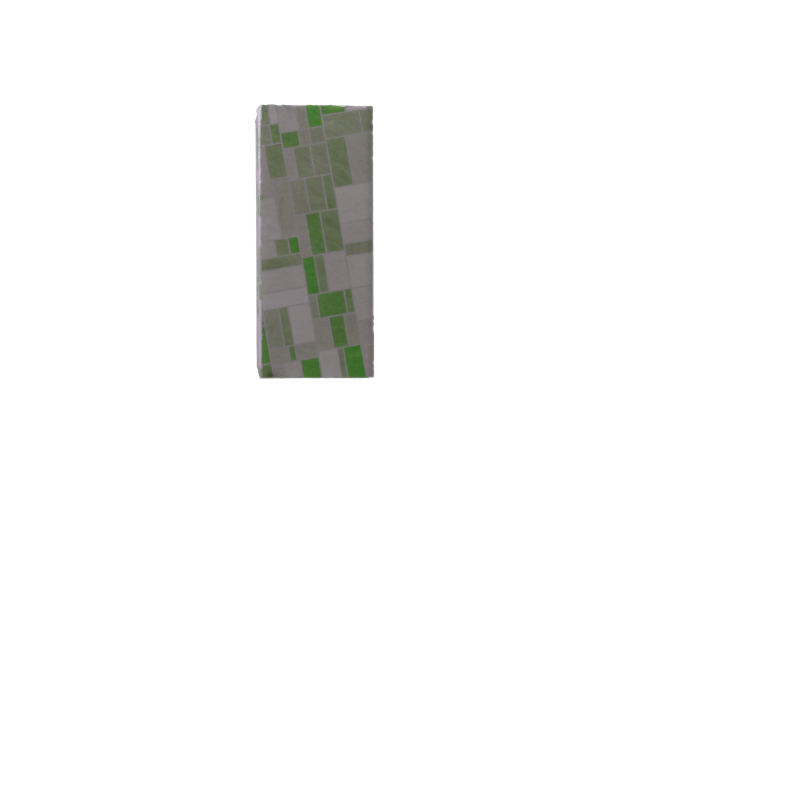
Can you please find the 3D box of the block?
[{"bbox_3d":[-0.069,-0.125,0.879,0.089,0.206,0.092,0,1,-7],"label":"block"}]
